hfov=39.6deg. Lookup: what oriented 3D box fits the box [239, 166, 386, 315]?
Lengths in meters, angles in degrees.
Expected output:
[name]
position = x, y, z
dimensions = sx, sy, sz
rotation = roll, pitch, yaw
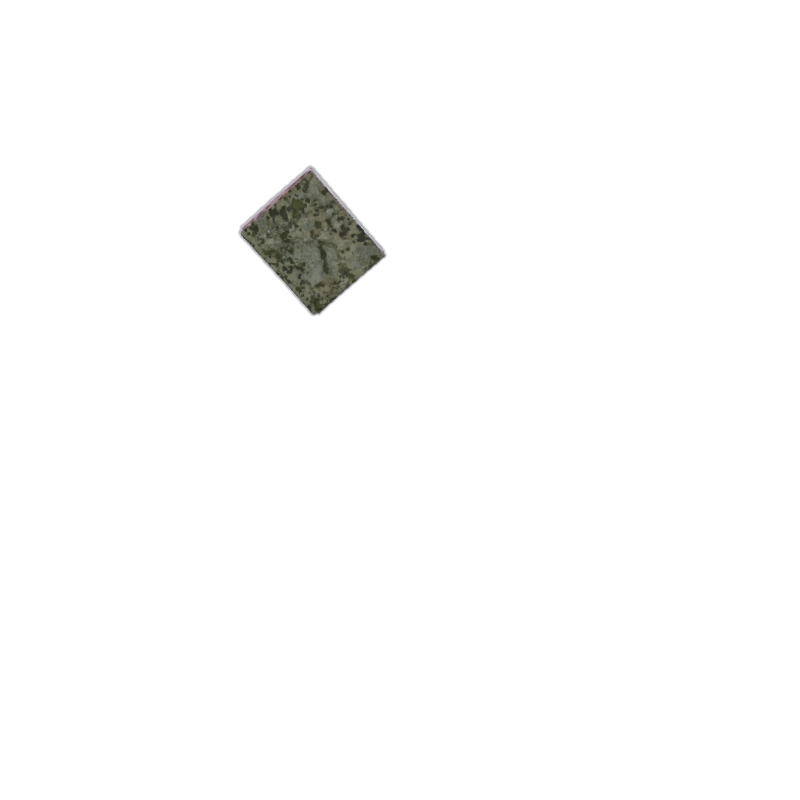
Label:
[box]
position = -0.066, -0.121, 0.846
dimensions = 0.073, 0.087, 0.031
rotation = -41, 9, 7
